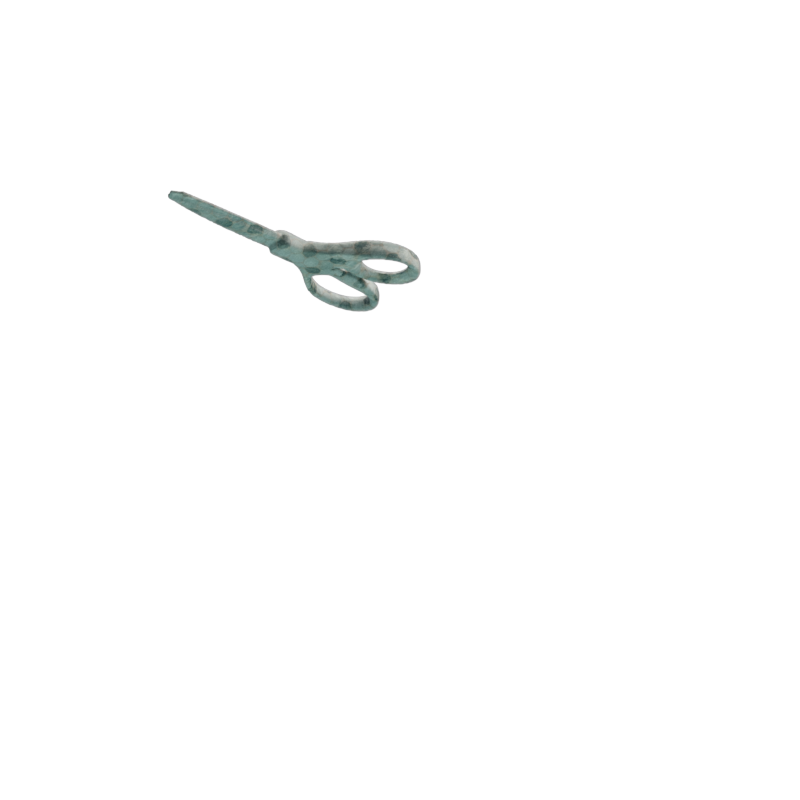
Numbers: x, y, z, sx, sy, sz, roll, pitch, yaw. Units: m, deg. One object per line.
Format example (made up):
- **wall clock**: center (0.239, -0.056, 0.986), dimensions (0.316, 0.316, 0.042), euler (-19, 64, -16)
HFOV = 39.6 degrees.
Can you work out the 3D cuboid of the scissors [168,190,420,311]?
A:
- **scissors**: center (-0.060, -0.109, 0.763), dimensions (0.098, 0.017, 0.187), euler (-14, -27, 28)
